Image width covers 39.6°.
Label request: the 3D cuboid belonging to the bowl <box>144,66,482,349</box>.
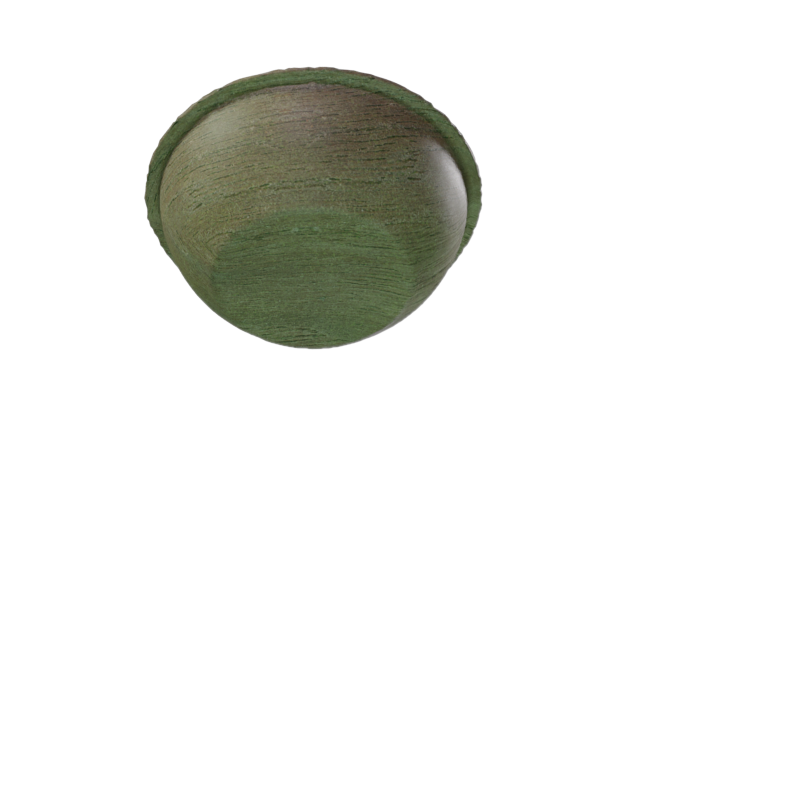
[{"bbox_3d":[-0.040,-0.073,0.515,0.162,0.059,0.151,1,-42,-1],"label":"bowl"}]
